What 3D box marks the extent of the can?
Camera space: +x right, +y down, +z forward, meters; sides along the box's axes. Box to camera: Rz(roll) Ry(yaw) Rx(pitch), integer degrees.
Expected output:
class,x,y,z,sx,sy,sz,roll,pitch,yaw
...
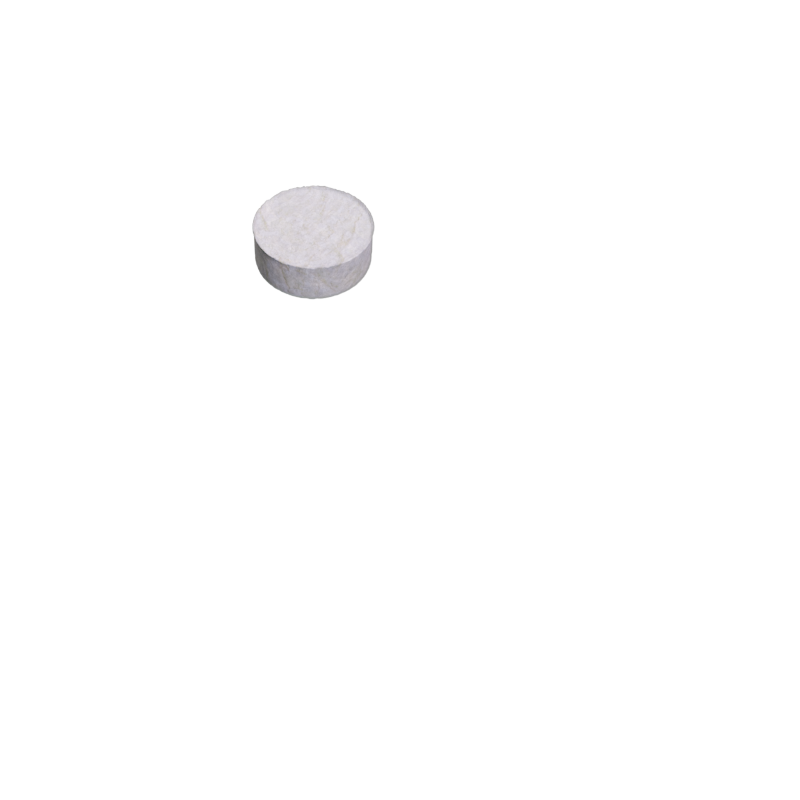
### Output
class,x,y,z,sx,sy,sz,roll,pitch,yaw
can,-0.062,-0.113,0.791,0.086,0.092,0.031,-1,-43,-1
